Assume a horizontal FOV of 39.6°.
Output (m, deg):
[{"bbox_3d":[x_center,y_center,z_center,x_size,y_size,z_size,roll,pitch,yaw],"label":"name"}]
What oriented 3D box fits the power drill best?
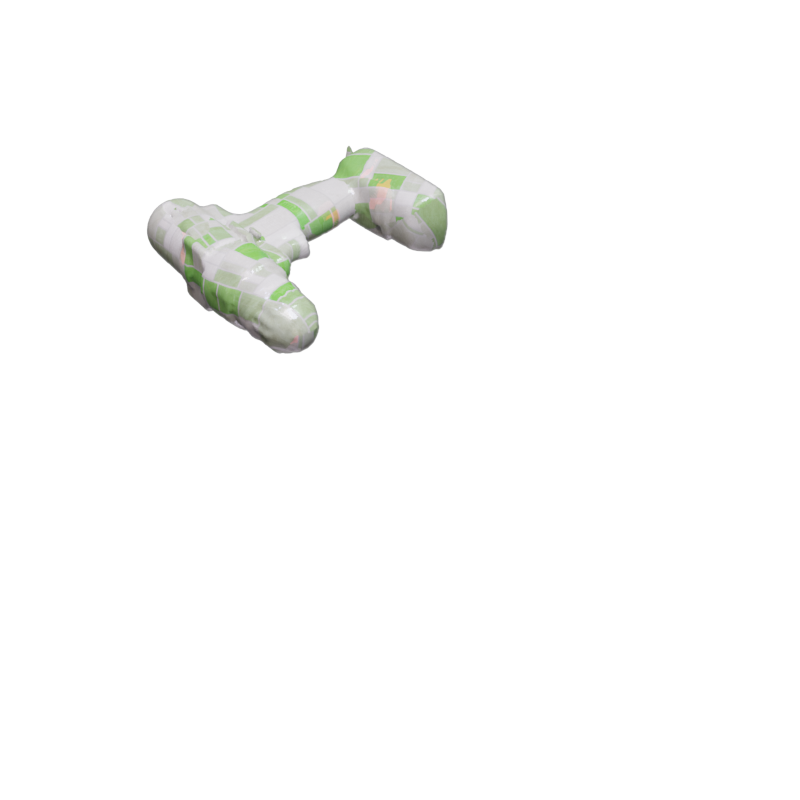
[{"bbox_3d":[-0.061,-0.111,0.777,0.186,0.054,0.199,-23,42,-28],"label":"power drill"}]
